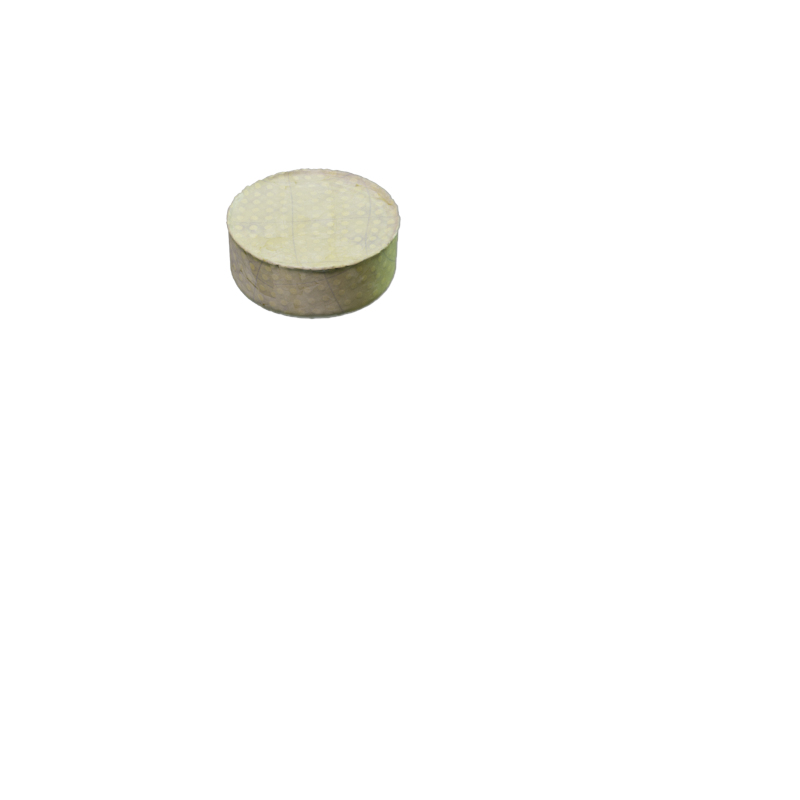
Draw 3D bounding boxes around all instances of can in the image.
[{"bbox_3d":[-0.043,-0.079,0.555,0.086,0.031,0.092,-1,41,-2],"label":"can"}]
